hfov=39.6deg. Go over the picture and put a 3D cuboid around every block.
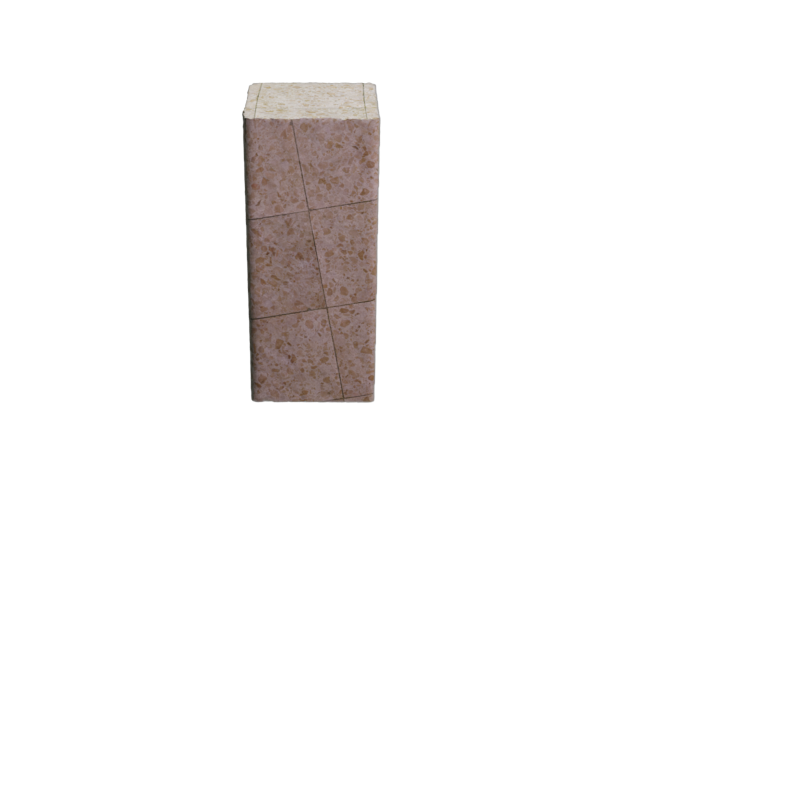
[{"bbox_3d":[-0.061,-0.111,0.775,0.090,0.195,0.096,1,26,-2],"label":"block"}]
